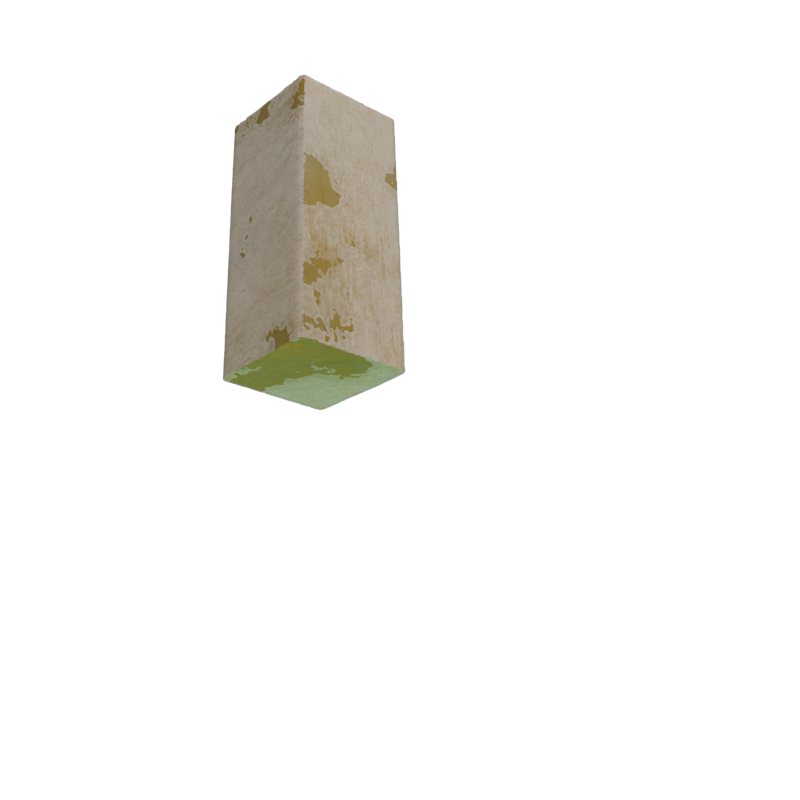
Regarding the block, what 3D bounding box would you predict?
[{"bbox_3d":[-0.062,-0.112,0.784,0.085,0.219,0.090,21,-35,-36],"label":"block"}]
